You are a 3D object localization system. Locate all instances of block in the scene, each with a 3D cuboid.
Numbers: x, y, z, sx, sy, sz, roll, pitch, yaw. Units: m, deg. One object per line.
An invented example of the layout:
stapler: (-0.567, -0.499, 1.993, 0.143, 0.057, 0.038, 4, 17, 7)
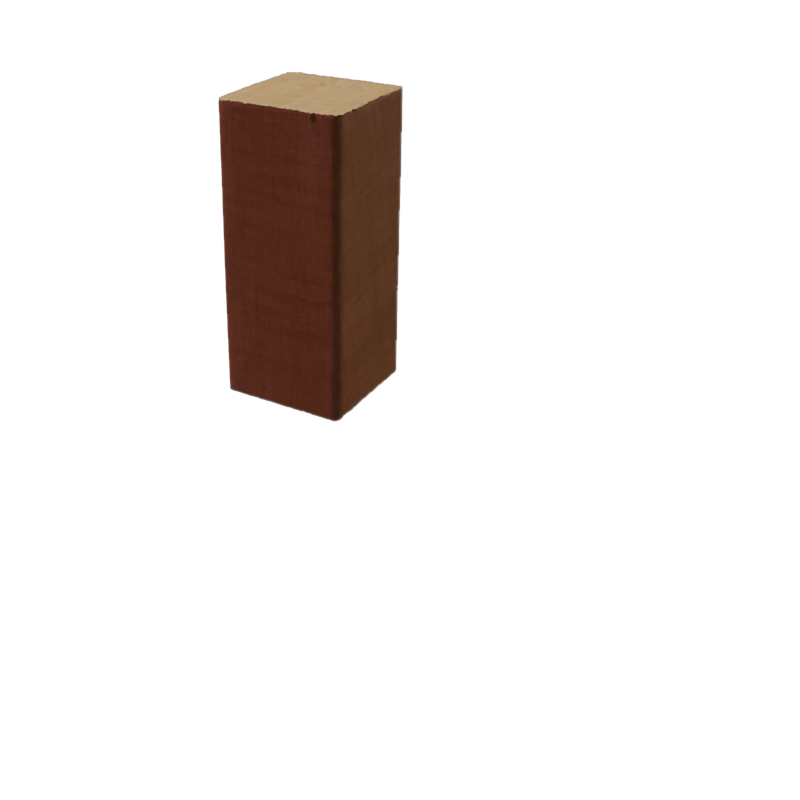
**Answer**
block: (-0.059, -0.106, 0.740, 0.095, 0.196, 0.091, 14, 27, 26)
